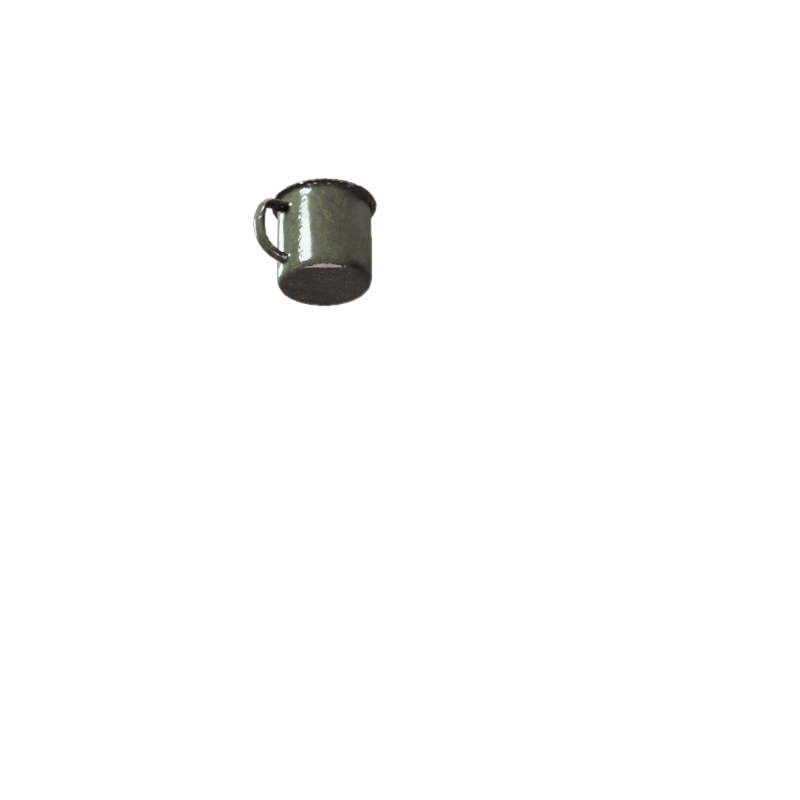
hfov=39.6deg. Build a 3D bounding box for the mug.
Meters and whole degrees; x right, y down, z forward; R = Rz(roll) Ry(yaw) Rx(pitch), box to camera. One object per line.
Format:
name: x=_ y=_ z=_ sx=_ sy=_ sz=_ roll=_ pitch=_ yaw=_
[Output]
mug: x=-0.075 y=-0.137 z=0.956 sx=0.111 sy=0.086 sz=0.093 roll=18 pitch=-32 yaw=-35
